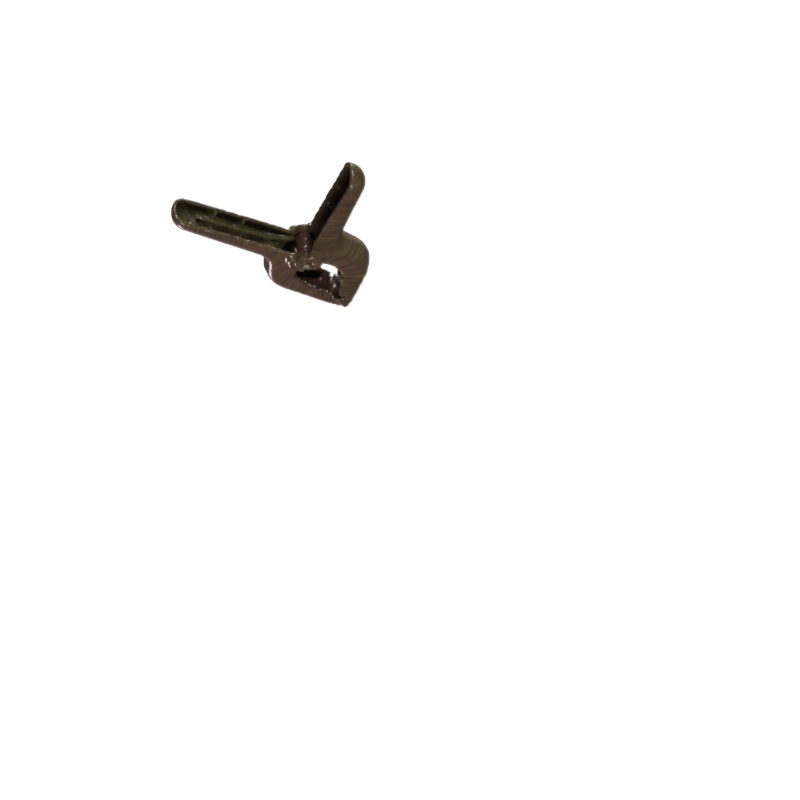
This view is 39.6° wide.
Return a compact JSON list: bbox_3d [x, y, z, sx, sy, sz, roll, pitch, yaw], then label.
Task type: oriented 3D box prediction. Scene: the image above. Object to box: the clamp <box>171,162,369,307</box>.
[{"bbox_3d":[-0.075,-0.136,0.953,0.167,0.038,0.195,-10,-24,23],"label":"clamp"}]
